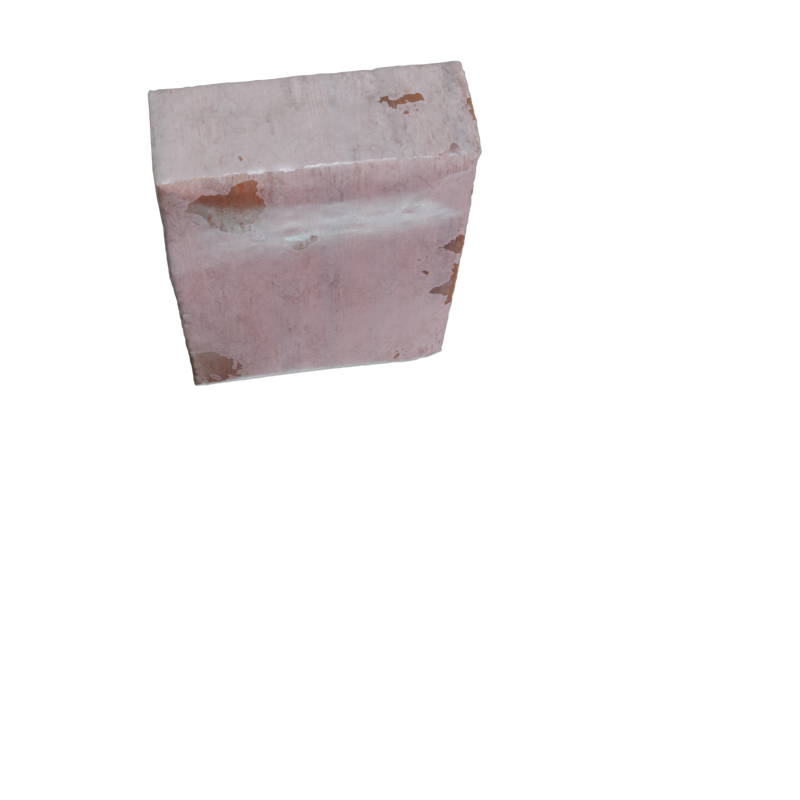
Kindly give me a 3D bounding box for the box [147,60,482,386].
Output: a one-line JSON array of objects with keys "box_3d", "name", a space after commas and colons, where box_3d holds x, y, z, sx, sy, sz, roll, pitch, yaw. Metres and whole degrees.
[{"box_3d": [-0.050, -0.091, 0.635, 0.163, 0.077, 0.201, -6, -27, -6], "name": "box"}]
